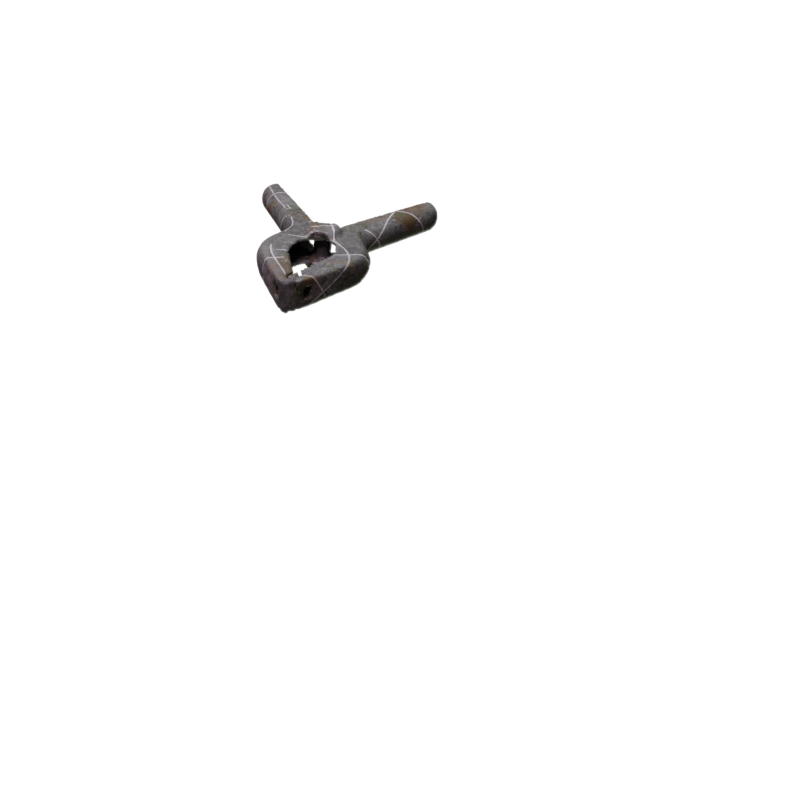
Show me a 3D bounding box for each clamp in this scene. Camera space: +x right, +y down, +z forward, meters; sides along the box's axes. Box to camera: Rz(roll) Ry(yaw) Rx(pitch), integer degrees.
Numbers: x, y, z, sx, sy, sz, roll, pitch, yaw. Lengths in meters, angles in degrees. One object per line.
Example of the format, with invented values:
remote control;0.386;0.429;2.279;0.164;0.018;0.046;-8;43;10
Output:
clamp;-0.075;-0.136;0.953;0.170;0.034;0.216;11;32;17
